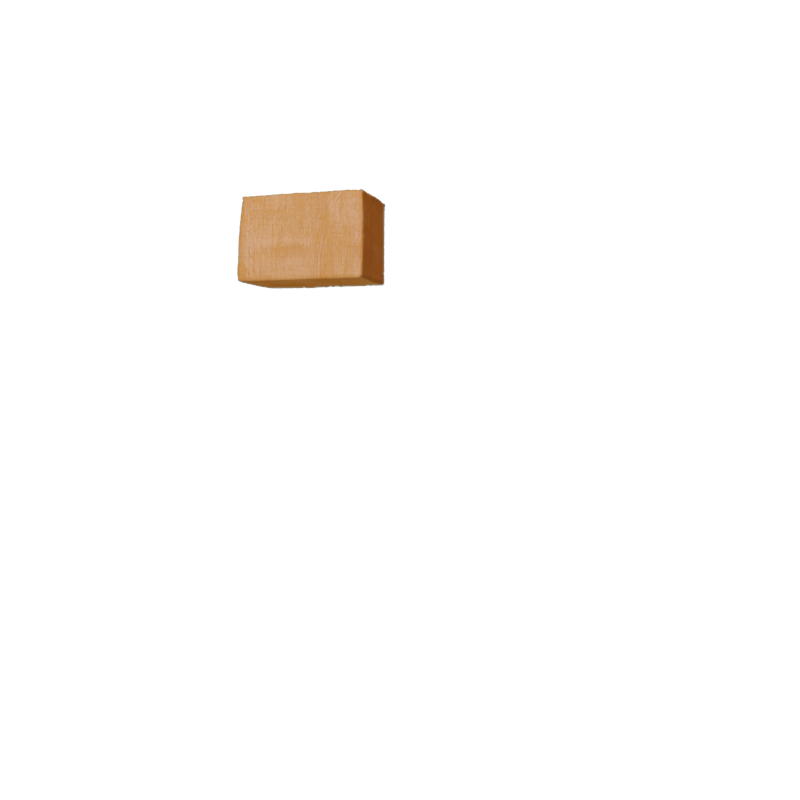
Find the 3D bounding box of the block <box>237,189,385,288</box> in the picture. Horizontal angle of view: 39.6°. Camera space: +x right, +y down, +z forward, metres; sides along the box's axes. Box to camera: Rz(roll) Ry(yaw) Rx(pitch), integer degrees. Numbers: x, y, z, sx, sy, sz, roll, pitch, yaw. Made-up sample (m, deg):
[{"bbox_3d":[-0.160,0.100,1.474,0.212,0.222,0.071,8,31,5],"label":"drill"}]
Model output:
[{"bbox_3d":[-0.052,-0.095,0.668,0.080,0.052,0.051,-1,-4,17],"label":"block"}]
